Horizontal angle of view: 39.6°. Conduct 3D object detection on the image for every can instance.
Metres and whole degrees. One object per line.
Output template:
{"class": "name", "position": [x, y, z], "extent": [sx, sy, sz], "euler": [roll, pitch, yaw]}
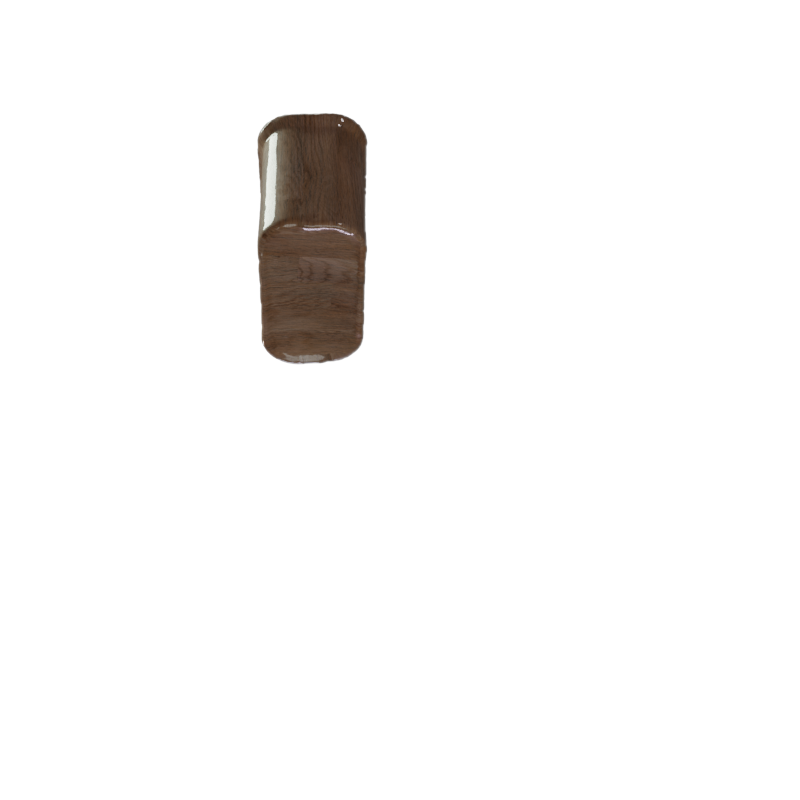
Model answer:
{"class": "can", "position": [-0.045, -0.081, 0.568], "extent": [0.057, 0.090, 0.095], "euler": [-1, -44, -3]}
